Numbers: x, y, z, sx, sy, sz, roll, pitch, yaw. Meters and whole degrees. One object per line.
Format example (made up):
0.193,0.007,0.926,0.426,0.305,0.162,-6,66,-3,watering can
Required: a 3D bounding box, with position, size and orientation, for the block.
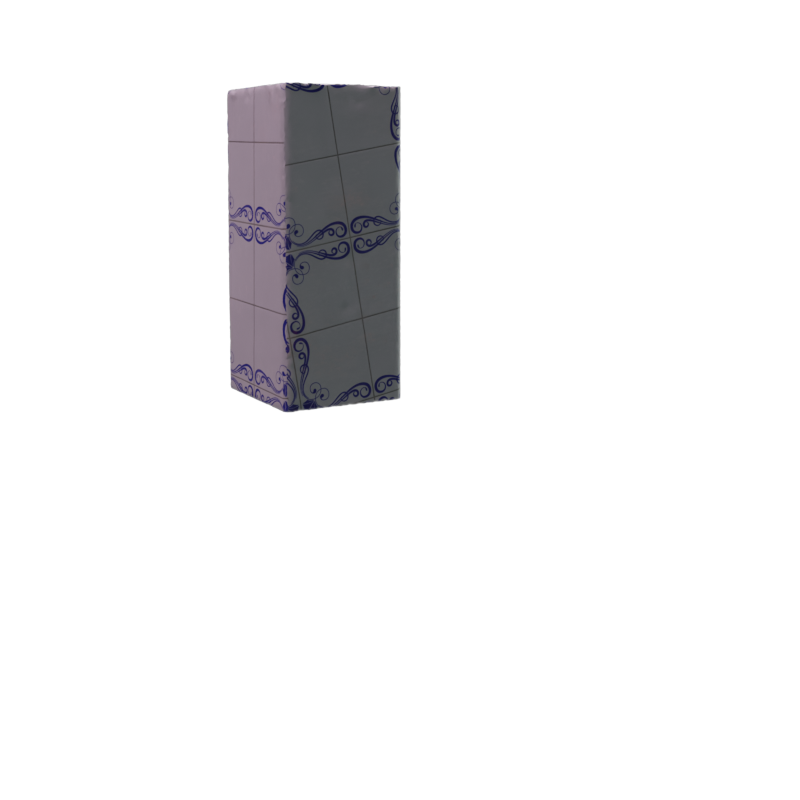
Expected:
-0.059,-0.107,0.747,0.087,0.204,0.095,-3,7,-30,block
